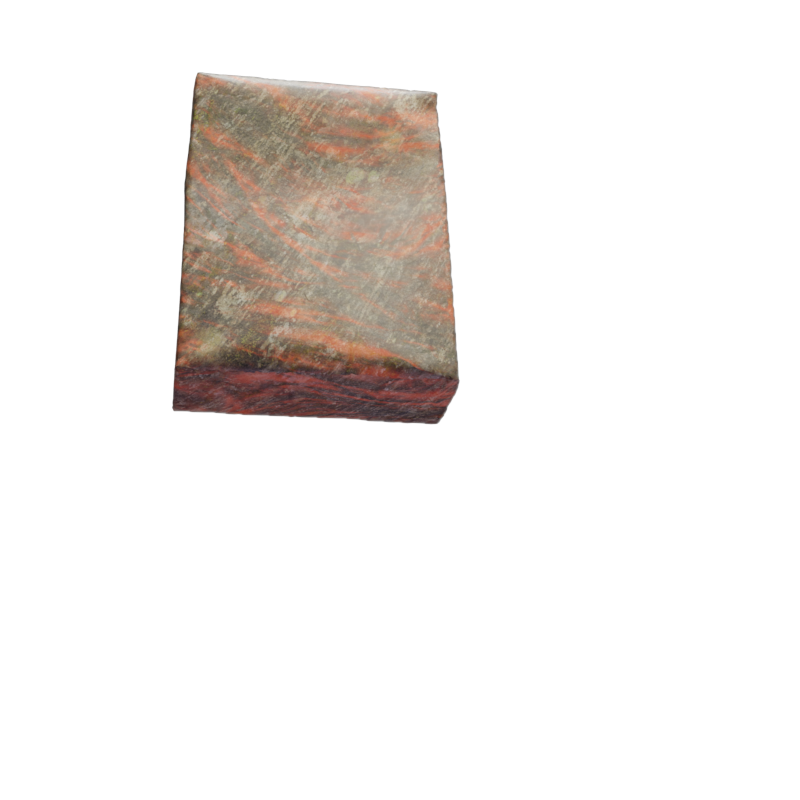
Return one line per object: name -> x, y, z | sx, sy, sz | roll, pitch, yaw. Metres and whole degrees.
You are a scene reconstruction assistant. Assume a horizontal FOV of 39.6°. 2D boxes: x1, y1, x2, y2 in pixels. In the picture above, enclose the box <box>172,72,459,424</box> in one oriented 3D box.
box -> -0.054, -0.099, 0.691 | 0.162, 0.227, 0.068 | 3, -29, -8
